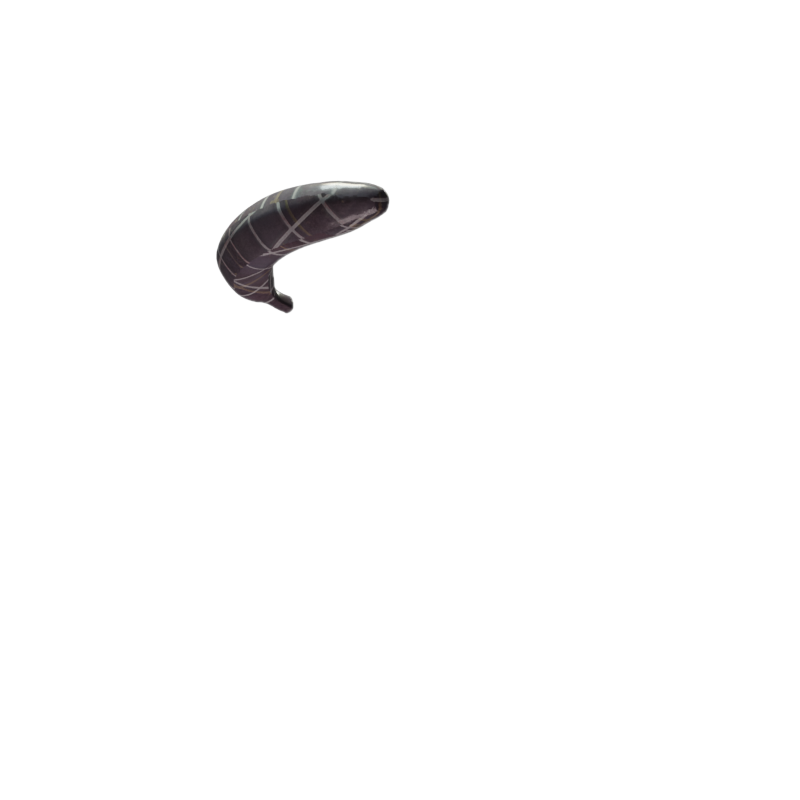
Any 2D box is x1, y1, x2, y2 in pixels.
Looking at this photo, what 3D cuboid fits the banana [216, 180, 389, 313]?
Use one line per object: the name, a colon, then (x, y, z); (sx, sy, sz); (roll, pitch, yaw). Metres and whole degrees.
banana: (-0.072, -0.098, 0.682); (0.068, 0.038, 0.196); (5, -13, -21)
